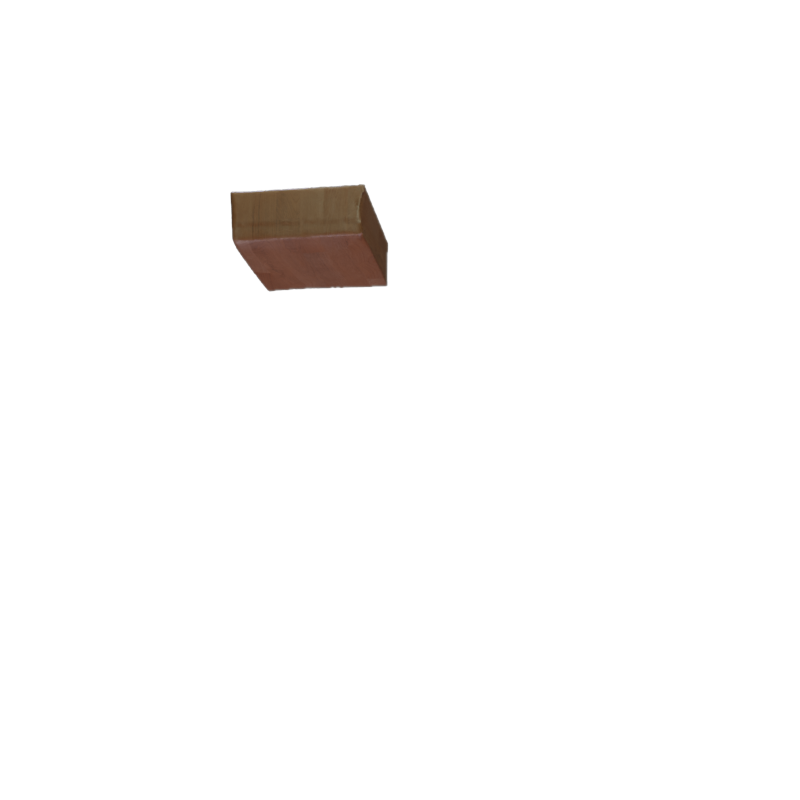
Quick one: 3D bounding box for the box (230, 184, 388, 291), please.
[{"bbox_3d":[-0.059,-0.108,0.755,0.091,0.040,0.108,-2,-12,8],"label":"box"}]
